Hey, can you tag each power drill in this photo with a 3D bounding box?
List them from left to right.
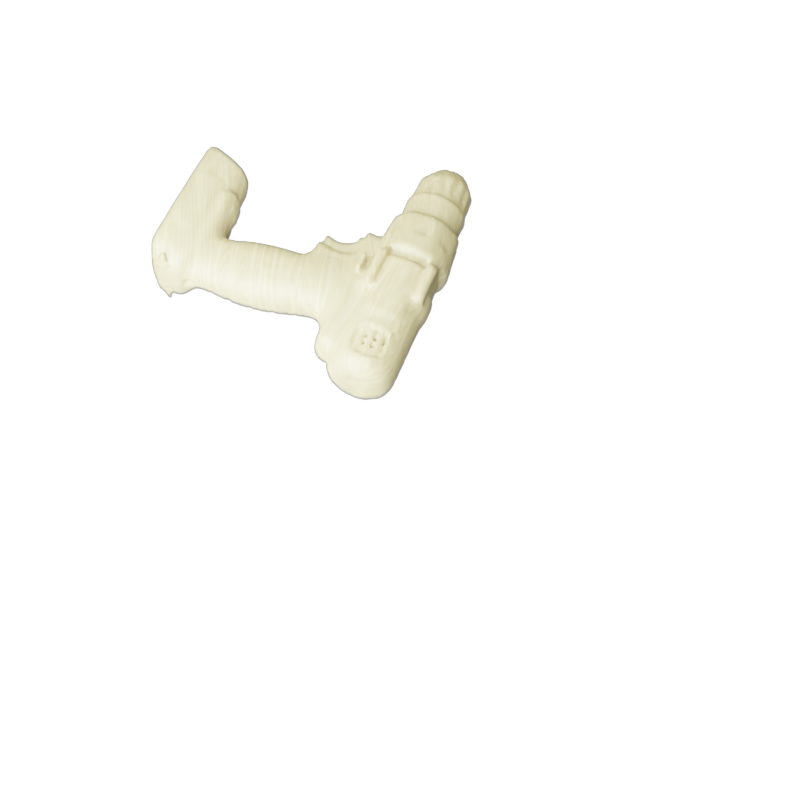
[{"bbox_3d":[-0.059,-0.107,0.753,0.193,0.192,0.054,19,-33,12],"label":"power drill"}]
